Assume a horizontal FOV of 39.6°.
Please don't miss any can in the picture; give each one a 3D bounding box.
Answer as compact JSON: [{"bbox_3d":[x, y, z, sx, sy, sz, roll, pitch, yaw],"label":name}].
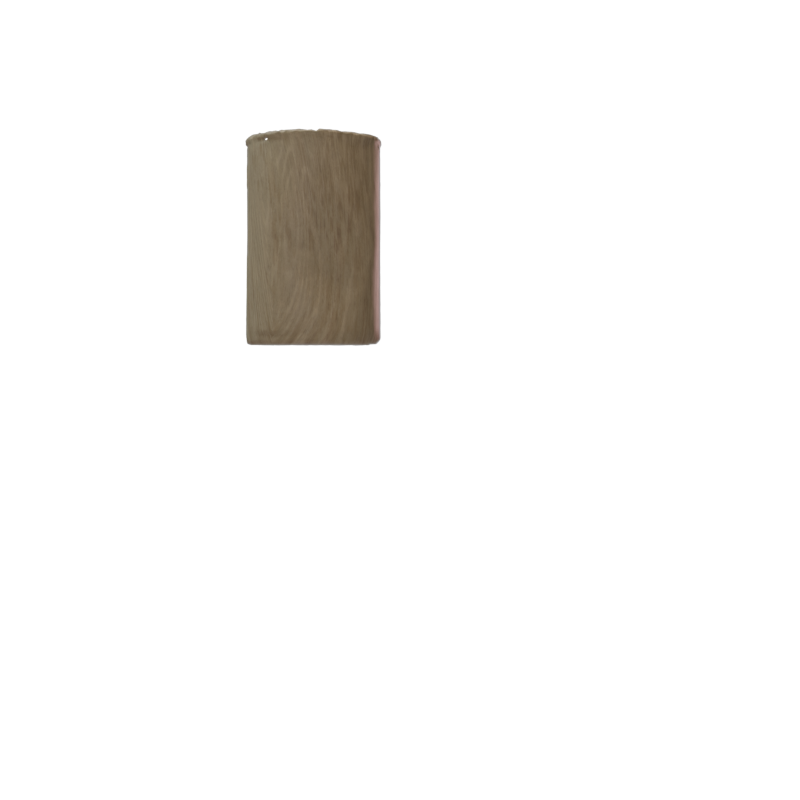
[{"bbox_3d":[-0.043,-0.079,0.551,0.068,0.103,0.068,0,-2,-2],"label":"can"}]
